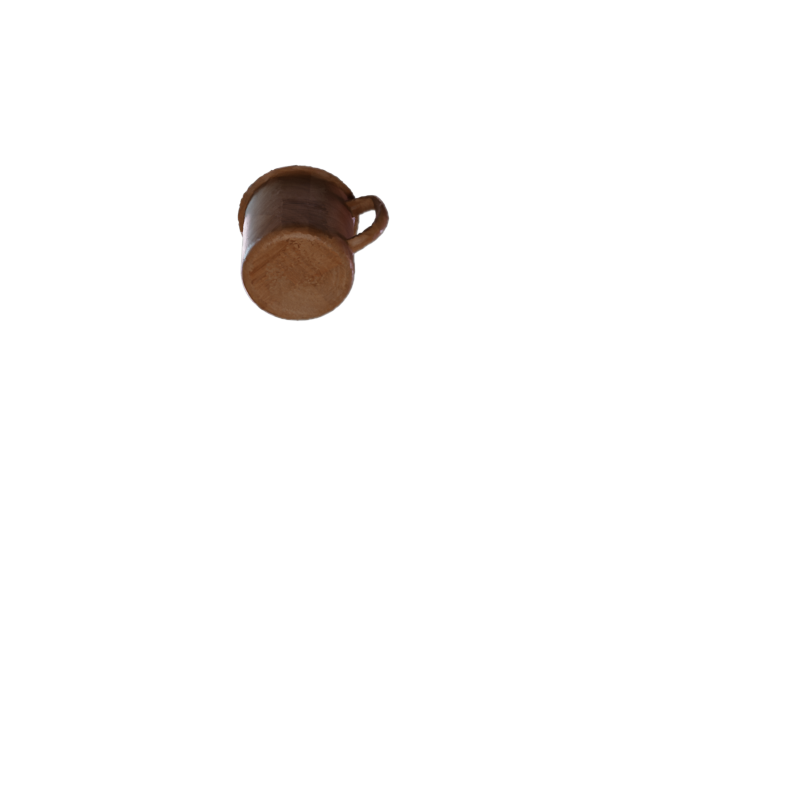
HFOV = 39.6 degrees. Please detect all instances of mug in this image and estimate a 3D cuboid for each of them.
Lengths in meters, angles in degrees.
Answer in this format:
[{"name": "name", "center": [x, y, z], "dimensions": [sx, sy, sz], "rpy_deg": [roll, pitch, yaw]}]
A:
[{"name": "mug", "center": [-0.063, -0.115, 0.809], "dimensions": [0.118, 0.086, 0.087], "rpy_deg": [-17, 36, 11]}]
